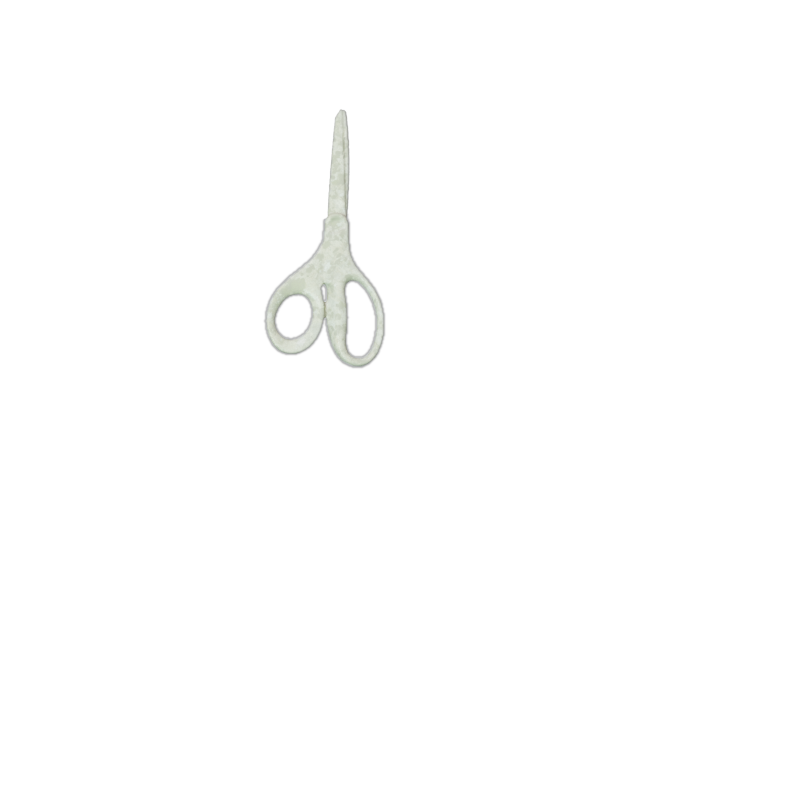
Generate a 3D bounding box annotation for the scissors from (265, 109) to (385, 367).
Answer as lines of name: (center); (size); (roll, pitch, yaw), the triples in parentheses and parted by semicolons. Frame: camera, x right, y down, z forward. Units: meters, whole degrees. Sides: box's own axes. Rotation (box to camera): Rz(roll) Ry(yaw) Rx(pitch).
scissors: (-0.065, -0.119, 0.835); (0.096, 0.211, 0.015); (-13, -16, -4)
